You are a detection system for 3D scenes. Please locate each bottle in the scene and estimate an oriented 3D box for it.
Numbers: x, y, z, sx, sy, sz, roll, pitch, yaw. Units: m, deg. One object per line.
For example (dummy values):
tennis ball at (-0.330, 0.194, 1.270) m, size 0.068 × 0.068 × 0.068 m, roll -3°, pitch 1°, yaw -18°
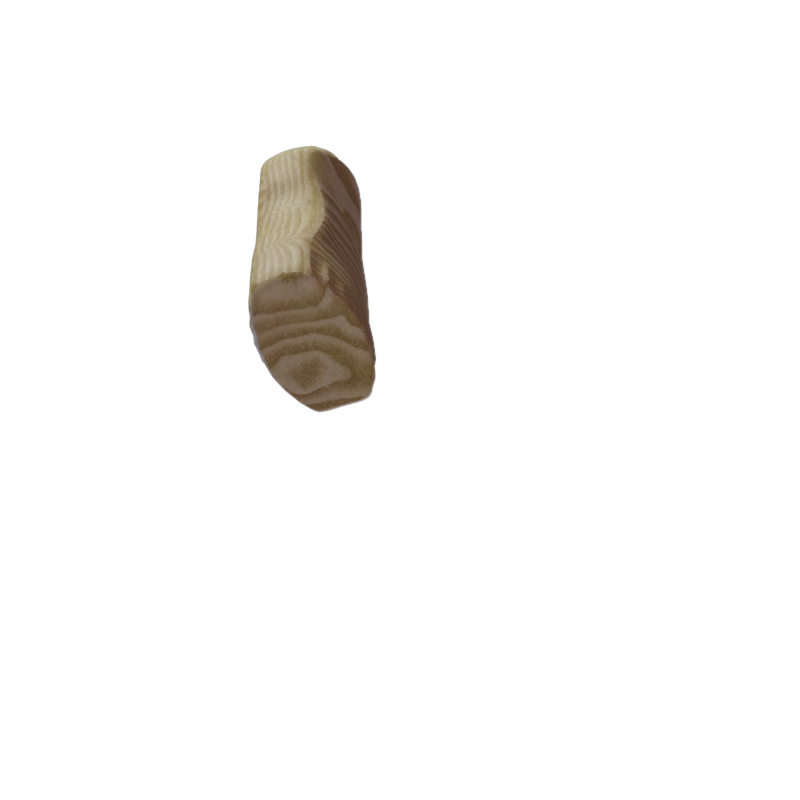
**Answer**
bottle at (-0.051, -0.091, 0.640) m, size 0.059 × 0.089 × 0.205 m, roll -19°, pitch 39°, yaw 12°
